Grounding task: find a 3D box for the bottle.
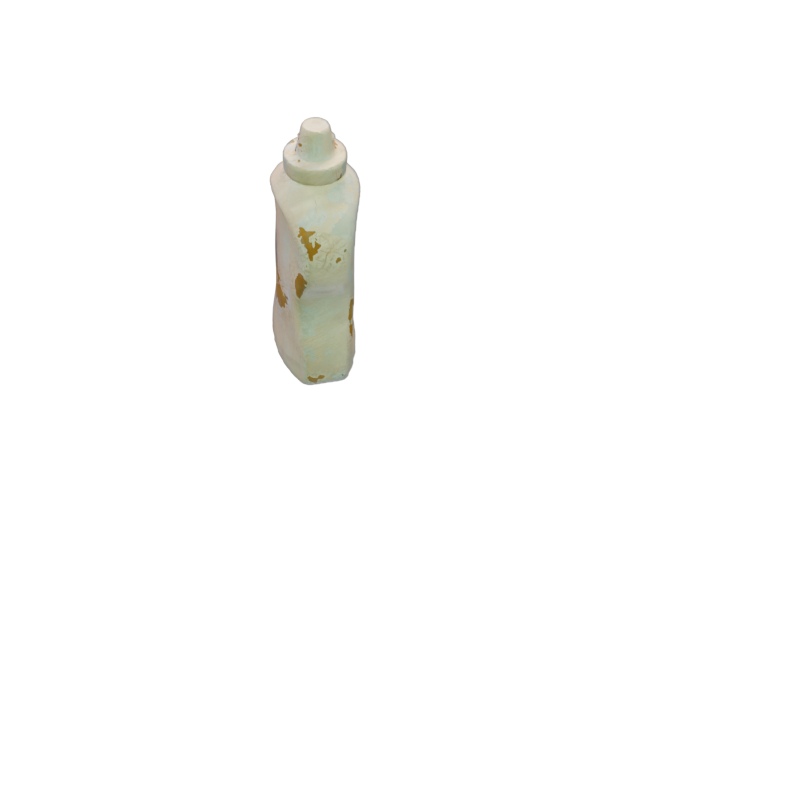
[{"bbox_3d":[-0.058,-0.107,0.747,0.058,0.179,0.104,-6,45,-10],"label":"bottle"}]
